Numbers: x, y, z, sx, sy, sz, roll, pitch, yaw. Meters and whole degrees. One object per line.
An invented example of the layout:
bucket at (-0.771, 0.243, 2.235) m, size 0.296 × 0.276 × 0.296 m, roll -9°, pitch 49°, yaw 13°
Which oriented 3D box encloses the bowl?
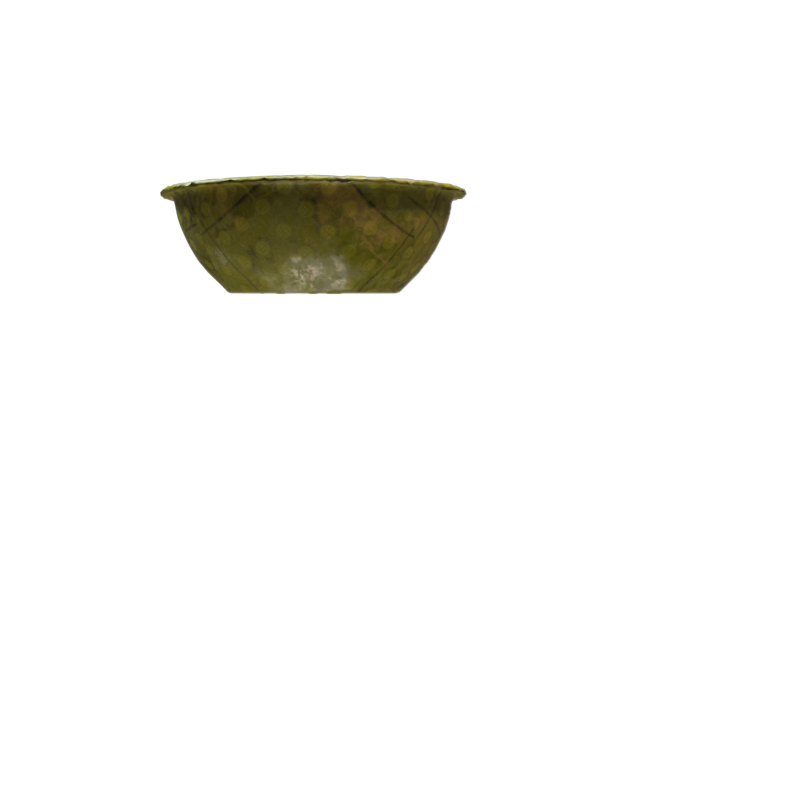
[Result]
bowl at (-0.046, -0.084, 0.588) m, size 0.162 × 0.055 × 0.163 m, roll 0°, pitch 5°, yaw -2°
